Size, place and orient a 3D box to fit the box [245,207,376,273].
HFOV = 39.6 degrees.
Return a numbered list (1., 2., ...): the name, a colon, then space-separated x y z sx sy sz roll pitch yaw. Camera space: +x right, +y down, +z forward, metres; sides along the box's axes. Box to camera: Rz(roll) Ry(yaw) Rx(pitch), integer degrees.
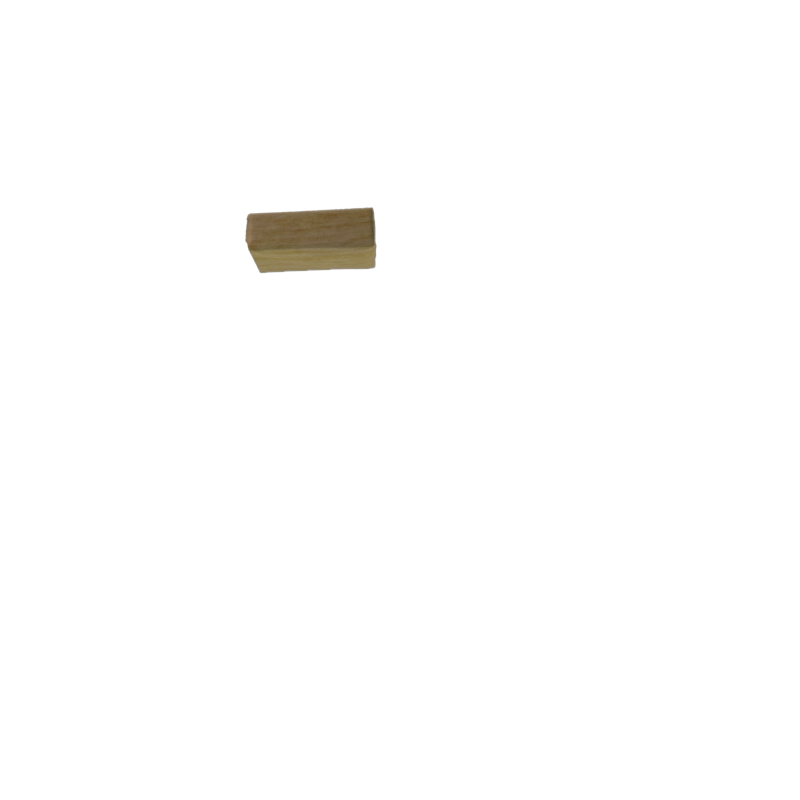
1. box: -0.078 -0.142 0.997 0.114 0.040 0.087 0 -7 2
